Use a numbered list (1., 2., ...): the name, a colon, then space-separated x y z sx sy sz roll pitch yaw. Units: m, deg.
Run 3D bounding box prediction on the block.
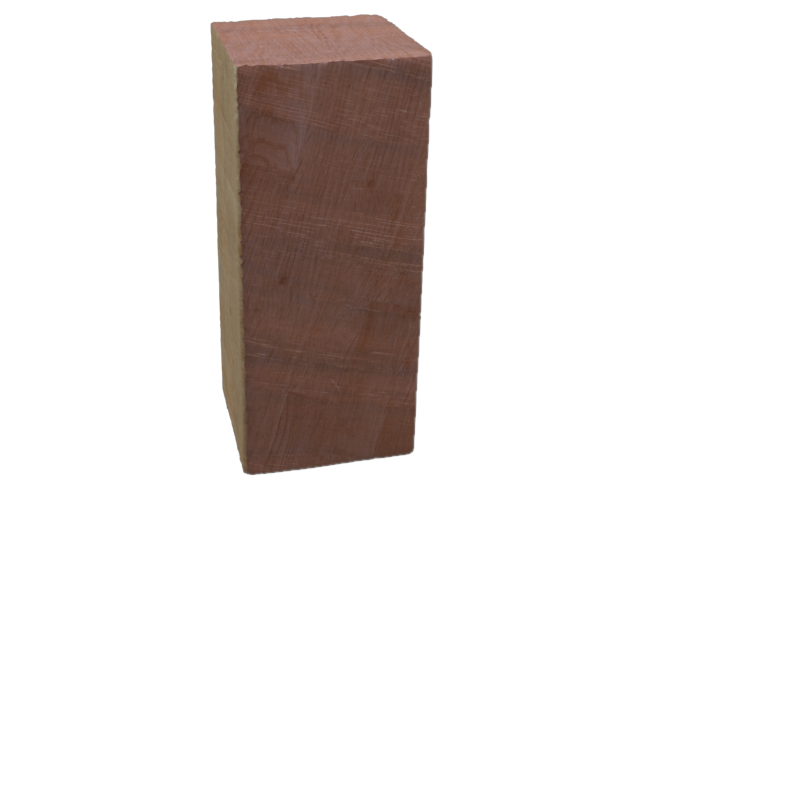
1. block: -0.042 -0.079 0.551 0.089 0.196 0.097 -5 26 -14
